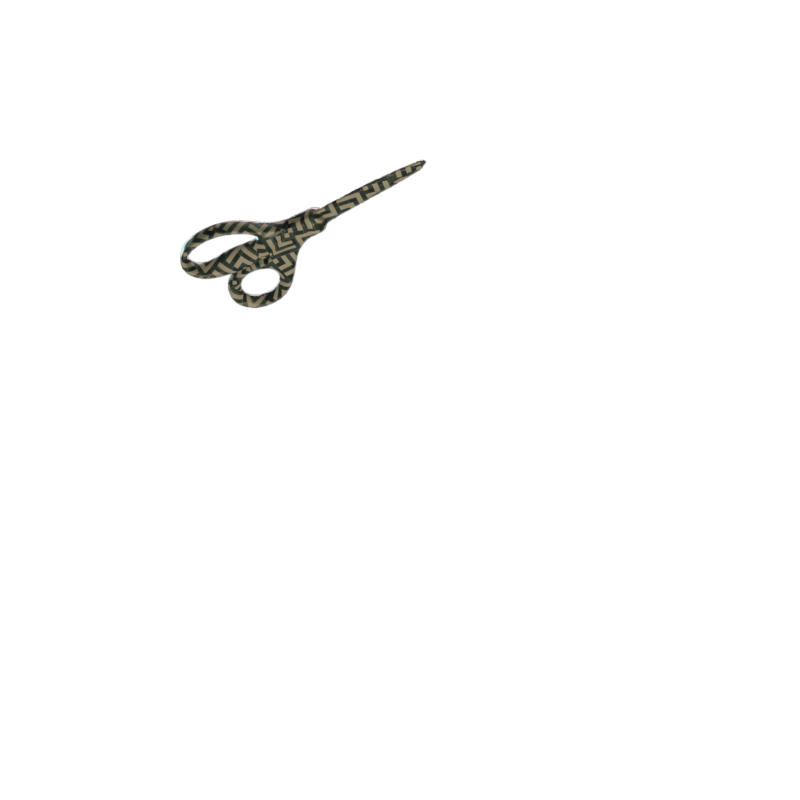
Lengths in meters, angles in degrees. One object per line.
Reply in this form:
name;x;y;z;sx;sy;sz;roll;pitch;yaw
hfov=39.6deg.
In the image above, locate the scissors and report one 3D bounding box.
scissors;-0.064;-0.117;0.821;0.204;0.017;0.089;-13;-42;15
